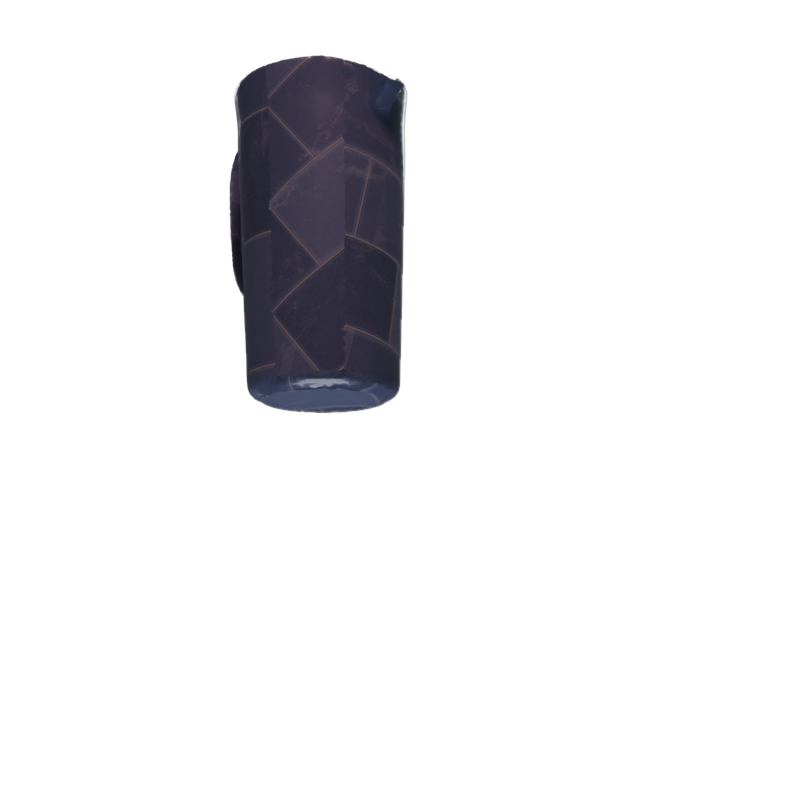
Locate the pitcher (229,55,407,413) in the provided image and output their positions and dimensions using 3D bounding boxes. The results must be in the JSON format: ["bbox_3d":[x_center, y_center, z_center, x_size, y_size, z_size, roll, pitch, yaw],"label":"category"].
[{"bbox_3d":[-0.064,-0.117,0.822,0.145,0.254,0.143,-1,-17,1],"label":"pitcher"}]
